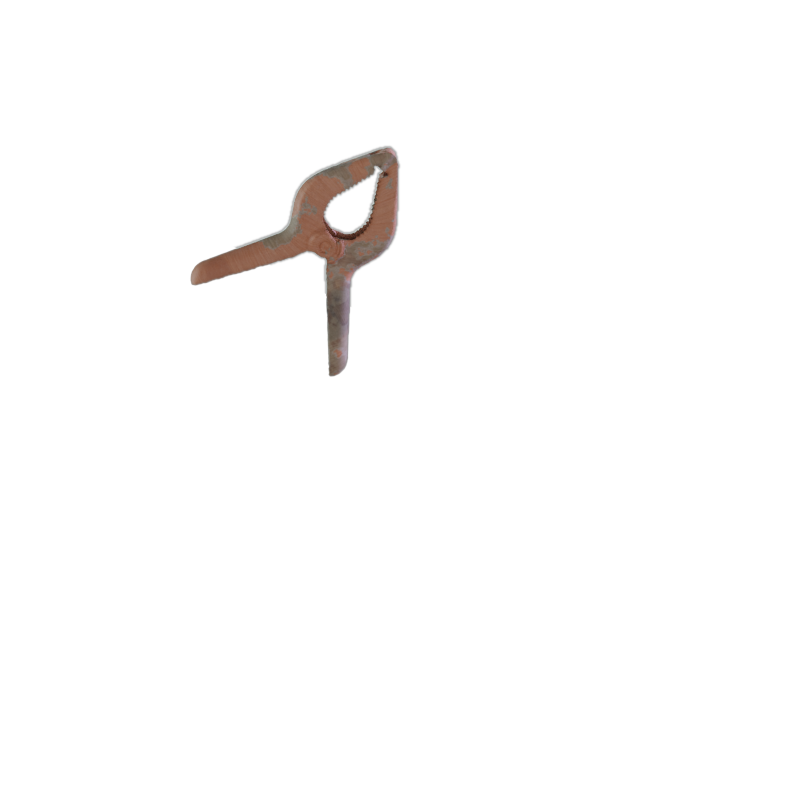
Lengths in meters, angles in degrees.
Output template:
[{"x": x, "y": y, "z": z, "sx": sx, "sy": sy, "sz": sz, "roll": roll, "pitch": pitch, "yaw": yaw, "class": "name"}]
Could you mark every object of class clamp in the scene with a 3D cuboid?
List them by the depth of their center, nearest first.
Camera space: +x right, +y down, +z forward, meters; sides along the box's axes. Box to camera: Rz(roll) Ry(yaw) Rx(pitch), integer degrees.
[{"x": -0.077, "y": -0.140, "z": 0.984, "sx": 0.161, "sy": 0.206, "sz": 0.038, "roll": 28, "pitch": 15, "yaw": -9, "class": "clamp"}]
